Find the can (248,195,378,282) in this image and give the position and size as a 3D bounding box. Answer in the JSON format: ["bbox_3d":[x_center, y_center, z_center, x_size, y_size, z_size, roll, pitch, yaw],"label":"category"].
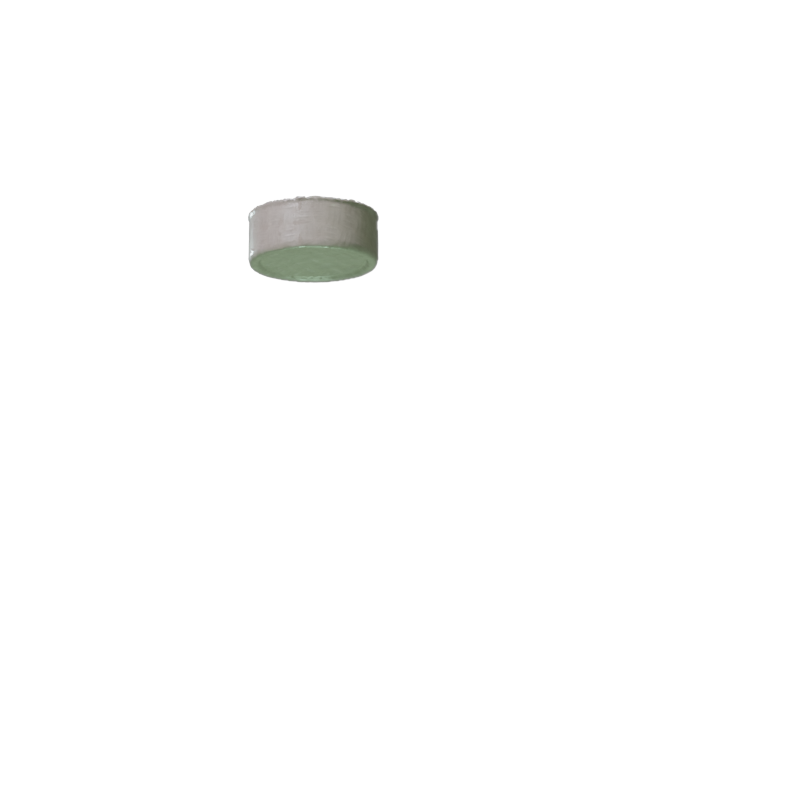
[{"bbox_3d":[-0.057,-0.103,0.723,0.086,0.035,0.083,0,-11,-2],"label":"can"}]
